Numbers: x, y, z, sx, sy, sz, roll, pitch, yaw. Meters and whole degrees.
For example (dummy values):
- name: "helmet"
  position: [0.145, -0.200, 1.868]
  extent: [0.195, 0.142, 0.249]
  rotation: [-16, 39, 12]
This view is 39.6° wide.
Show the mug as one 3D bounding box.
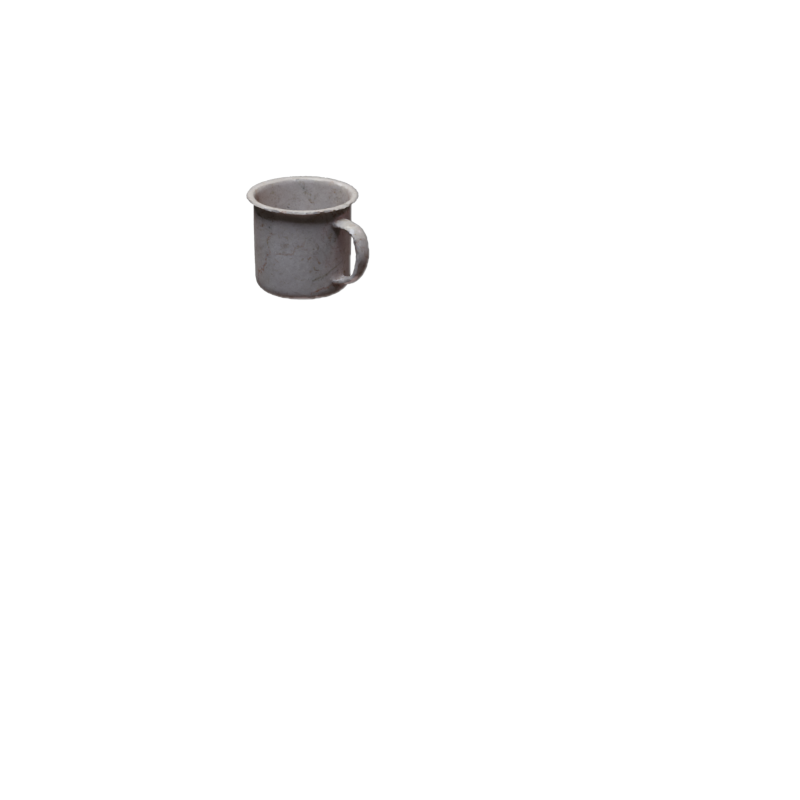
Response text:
- name: "mug"
  position: [-0.073, -0.132, 0.927]
  extent: [0.124, 0.077, 0.093]
  rotation: [21, 32, 34]
